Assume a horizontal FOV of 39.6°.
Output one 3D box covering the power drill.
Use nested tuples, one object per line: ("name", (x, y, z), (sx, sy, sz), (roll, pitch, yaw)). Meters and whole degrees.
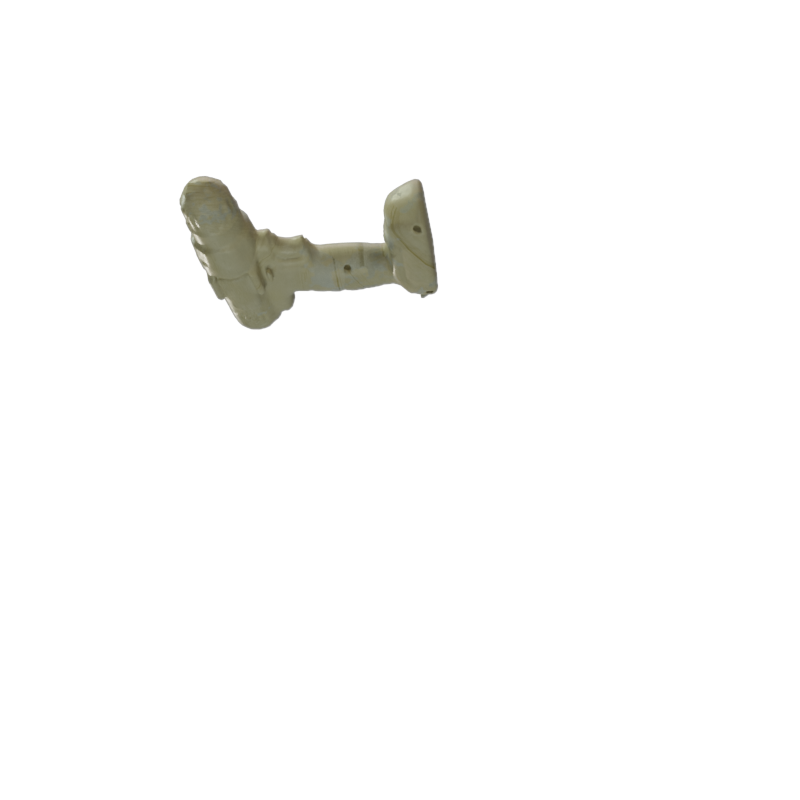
("power drill", (-0.070, -0.127, 0.888), (0.189, 0.061, 0.171), (-5, -29, 9))
